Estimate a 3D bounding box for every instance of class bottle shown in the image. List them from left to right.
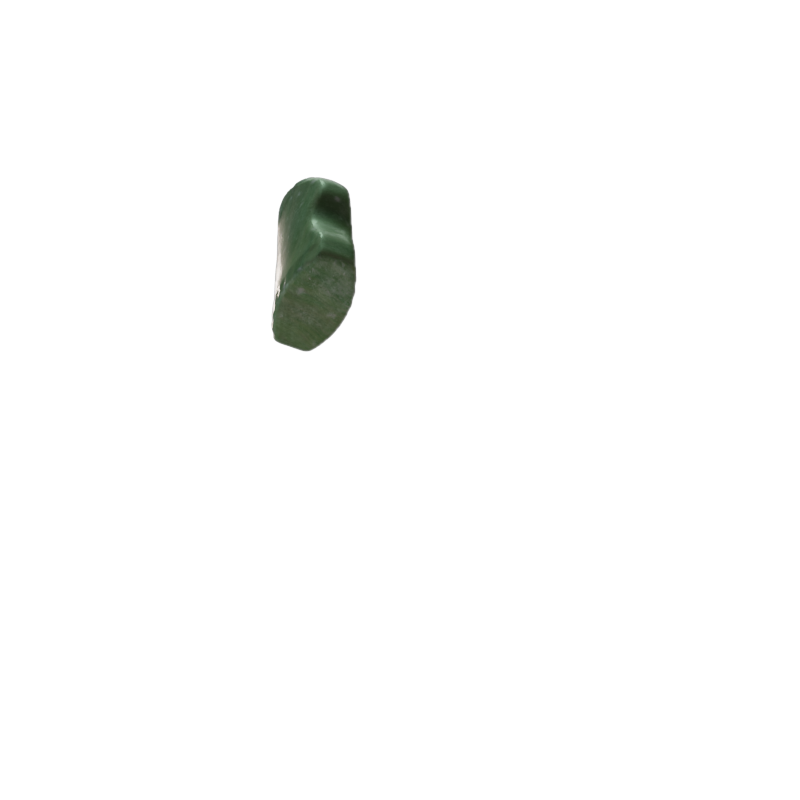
[{"bbox_3d":[-0.075,-0.136,0.949,0.057,0.092,0.205,17,35,-17],"label":"bottle"}]
